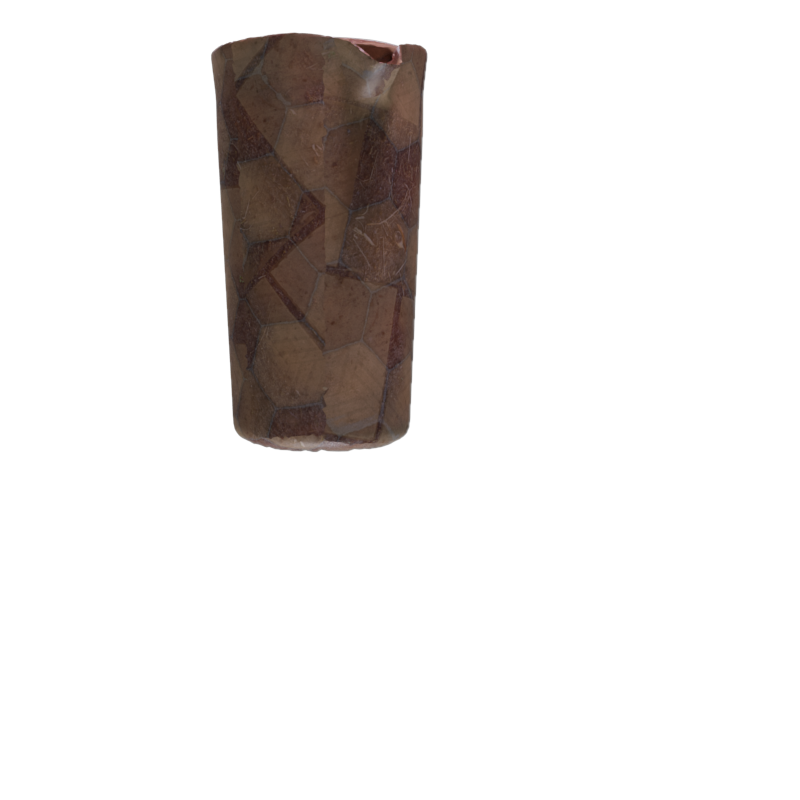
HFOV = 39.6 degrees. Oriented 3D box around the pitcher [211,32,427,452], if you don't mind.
[{"bbox_3d":[-0.054,-0.098,0.689,0.148,0.244,0.146,0,0,14],"label":"pitcher"}]
